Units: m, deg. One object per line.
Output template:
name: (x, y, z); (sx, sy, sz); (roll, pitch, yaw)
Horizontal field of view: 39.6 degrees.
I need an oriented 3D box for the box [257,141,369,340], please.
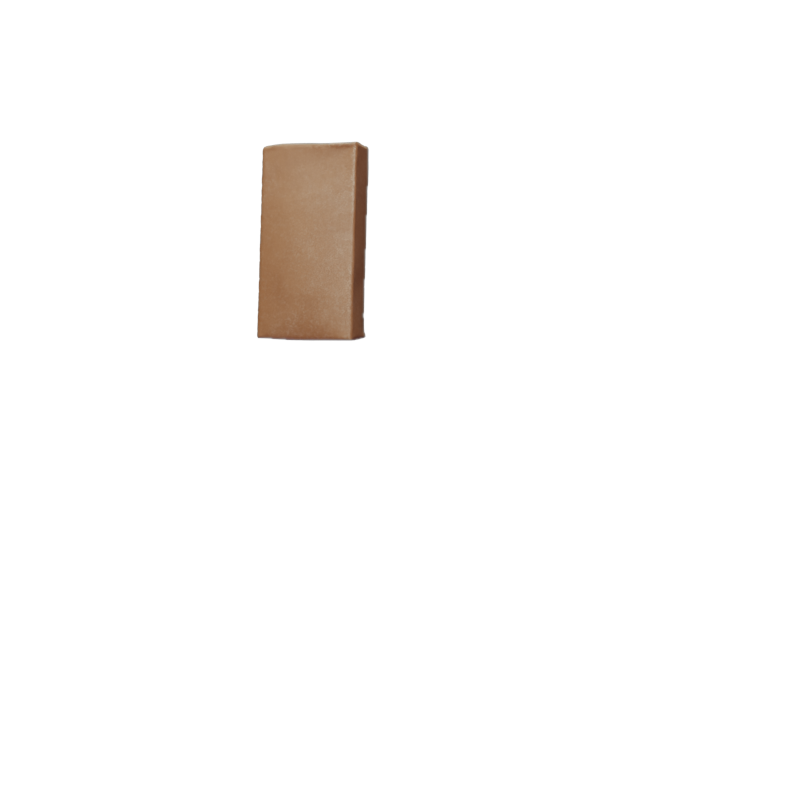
box: (-0.078, -0.143, 0.999); (0.096, 0.177, 0.047); (0, -2, 19)
